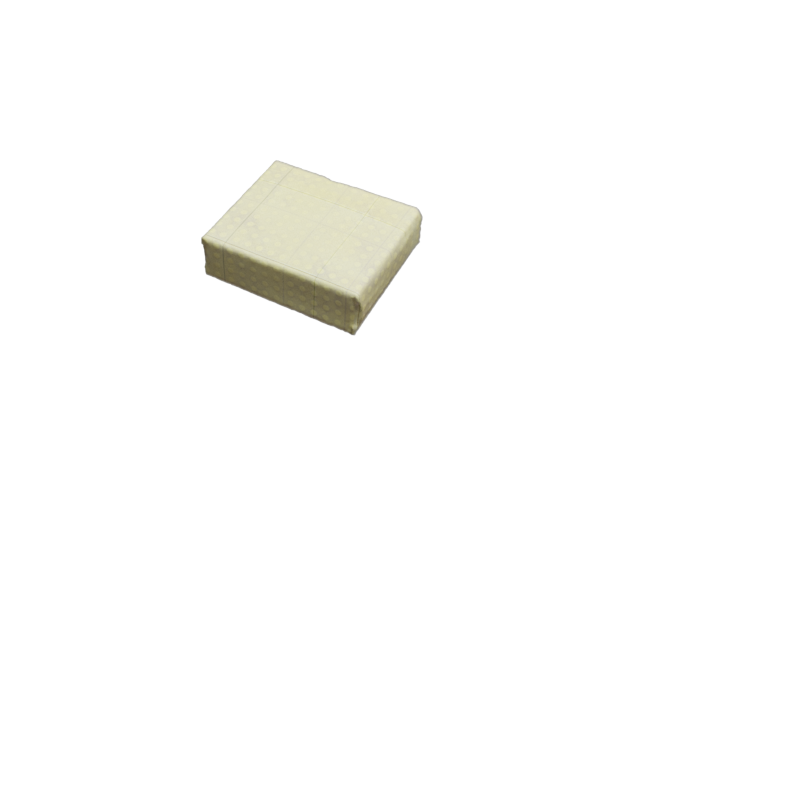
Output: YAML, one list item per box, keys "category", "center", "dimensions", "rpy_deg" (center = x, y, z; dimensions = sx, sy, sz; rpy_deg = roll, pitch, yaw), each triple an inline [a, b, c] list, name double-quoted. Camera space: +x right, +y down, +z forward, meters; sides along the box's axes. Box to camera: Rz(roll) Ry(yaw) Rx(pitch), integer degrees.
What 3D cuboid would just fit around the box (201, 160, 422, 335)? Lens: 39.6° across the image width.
- category: "box"
  center: [-0.044, -0.080, 0.563]
  dimensions: [0.093, 0.028, 0.075]
  rpy_deg: [21, 50, 19]
